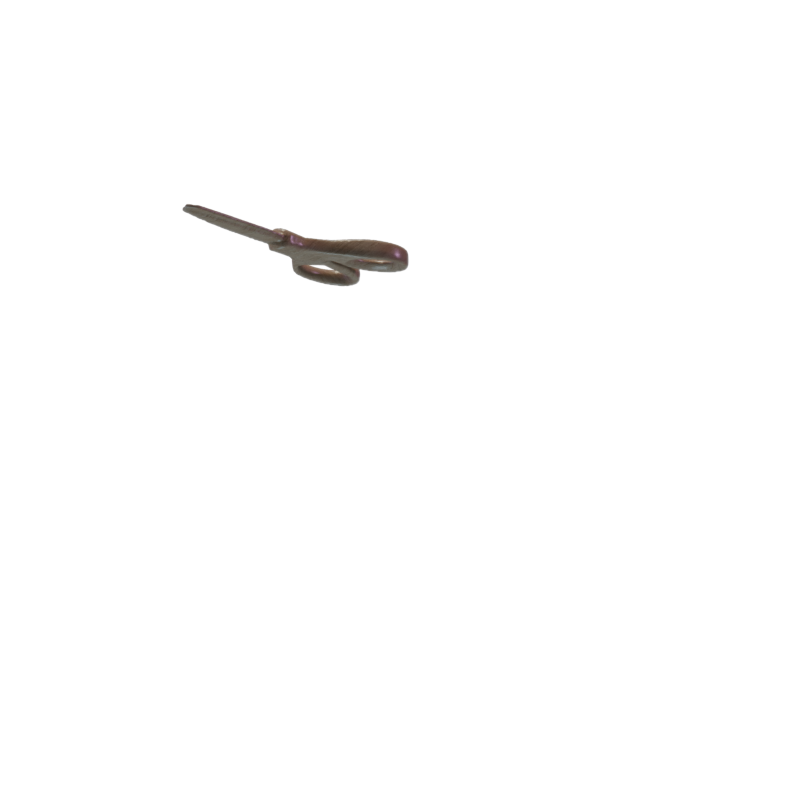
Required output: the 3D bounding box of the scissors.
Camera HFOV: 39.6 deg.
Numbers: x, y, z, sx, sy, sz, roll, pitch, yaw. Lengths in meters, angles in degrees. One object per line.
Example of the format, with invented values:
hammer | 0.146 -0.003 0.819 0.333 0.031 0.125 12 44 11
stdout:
scissors | -0.060 -0.109 0.764 0.098 0.016 0.191 -3 -9 19
